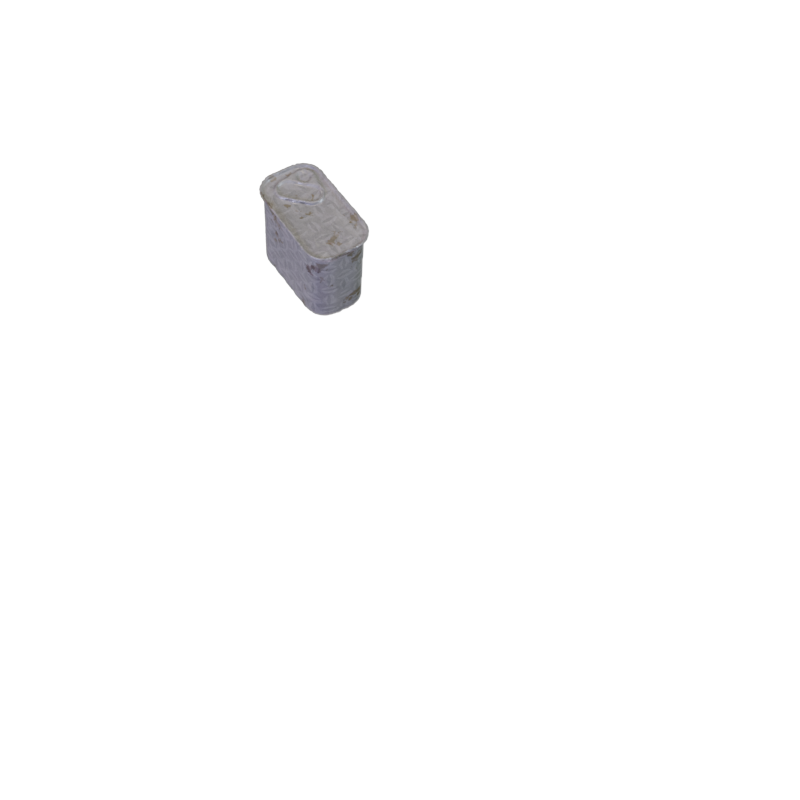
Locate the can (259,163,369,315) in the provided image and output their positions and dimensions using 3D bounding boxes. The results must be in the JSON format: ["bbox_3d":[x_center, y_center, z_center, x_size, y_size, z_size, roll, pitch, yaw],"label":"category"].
[{"bbox_3d":[-0.072,-0.131,0.919,0.057,0.109,0.078,-27,-30,-20],"label":"can"}]
